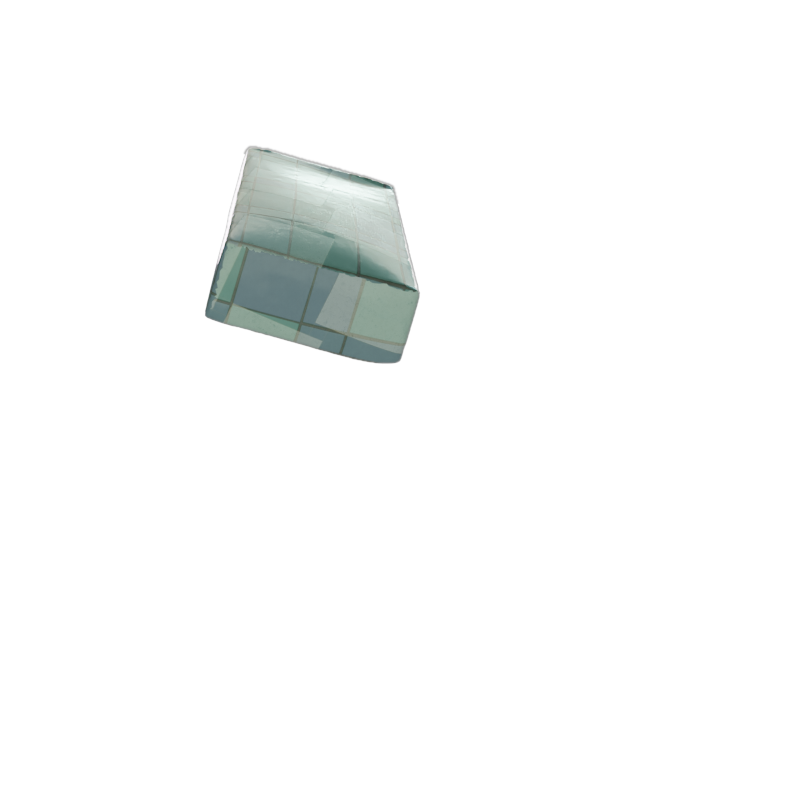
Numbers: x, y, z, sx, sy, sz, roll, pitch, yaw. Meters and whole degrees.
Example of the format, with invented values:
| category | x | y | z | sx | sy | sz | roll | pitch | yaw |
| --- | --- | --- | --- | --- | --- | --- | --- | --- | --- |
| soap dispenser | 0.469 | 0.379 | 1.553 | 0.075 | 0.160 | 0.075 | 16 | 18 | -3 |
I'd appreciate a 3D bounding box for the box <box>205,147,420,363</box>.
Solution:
| category | x | y | z | sx | sy | sz | roll | pitch | yaw |
| --- | --- | --- | --- | --- | --- | --- | --- | --- | --- |
| box | -0.045 | -0.083 | 0.577 | 0.092 | 0.046 | 0.186 | 14 | 26 | -10 |
